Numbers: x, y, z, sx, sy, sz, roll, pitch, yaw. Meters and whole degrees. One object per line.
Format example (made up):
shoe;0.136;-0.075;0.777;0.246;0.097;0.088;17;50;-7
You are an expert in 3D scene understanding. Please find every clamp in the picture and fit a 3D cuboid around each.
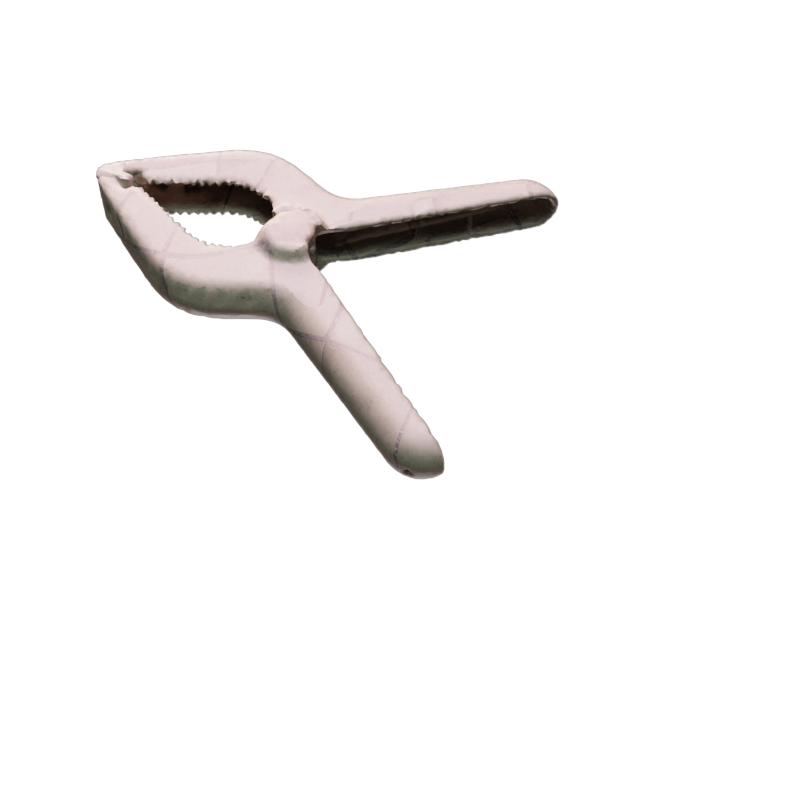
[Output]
clamp;-0.040;-0.072;0.507;0.219;0.169;0.034;25;-35;19
